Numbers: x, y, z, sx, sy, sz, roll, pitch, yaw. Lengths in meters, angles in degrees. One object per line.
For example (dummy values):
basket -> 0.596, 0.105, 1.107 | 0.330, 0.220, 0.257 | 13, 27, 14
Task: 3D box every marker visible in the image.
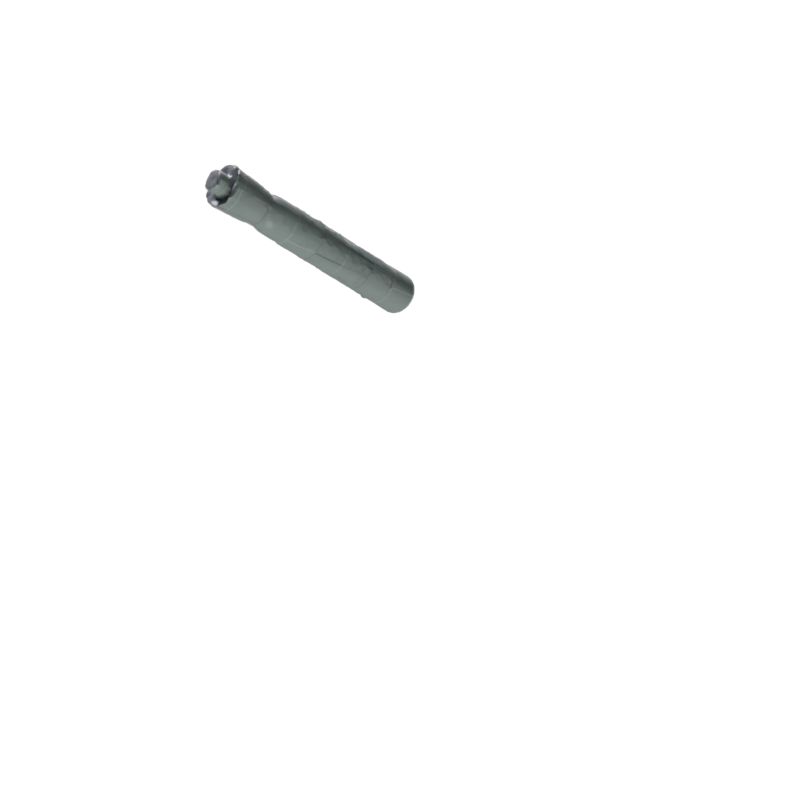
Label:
marker -> -0.037, -0.068, 0.473 | 0.021, 0.020, 0.113 | 4, -17, 45
